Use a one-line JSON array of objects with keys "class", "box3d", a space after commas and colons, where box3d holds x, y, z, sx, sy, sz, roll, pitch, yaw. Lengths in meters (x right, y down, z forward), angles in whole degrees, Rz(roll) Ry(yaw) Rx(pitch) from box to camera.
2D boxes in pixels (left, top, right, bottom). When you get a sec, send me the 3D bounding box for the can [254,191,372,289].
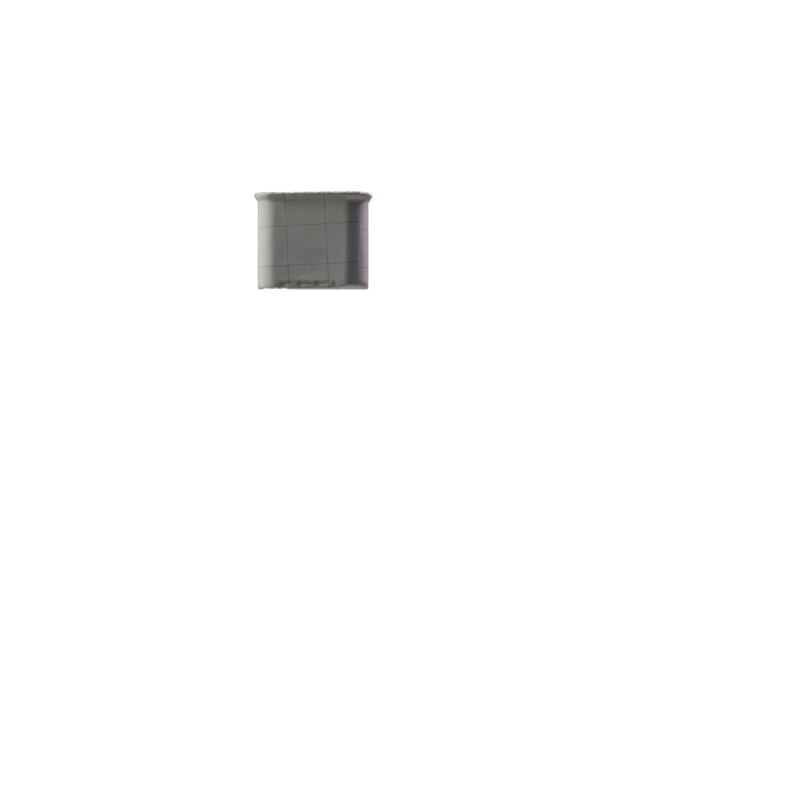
[{"class": "can", "box3d": [-0.076, -0.139, 0.973, 0.103, 0.084, 0.057, 0, -1, 8]}]
